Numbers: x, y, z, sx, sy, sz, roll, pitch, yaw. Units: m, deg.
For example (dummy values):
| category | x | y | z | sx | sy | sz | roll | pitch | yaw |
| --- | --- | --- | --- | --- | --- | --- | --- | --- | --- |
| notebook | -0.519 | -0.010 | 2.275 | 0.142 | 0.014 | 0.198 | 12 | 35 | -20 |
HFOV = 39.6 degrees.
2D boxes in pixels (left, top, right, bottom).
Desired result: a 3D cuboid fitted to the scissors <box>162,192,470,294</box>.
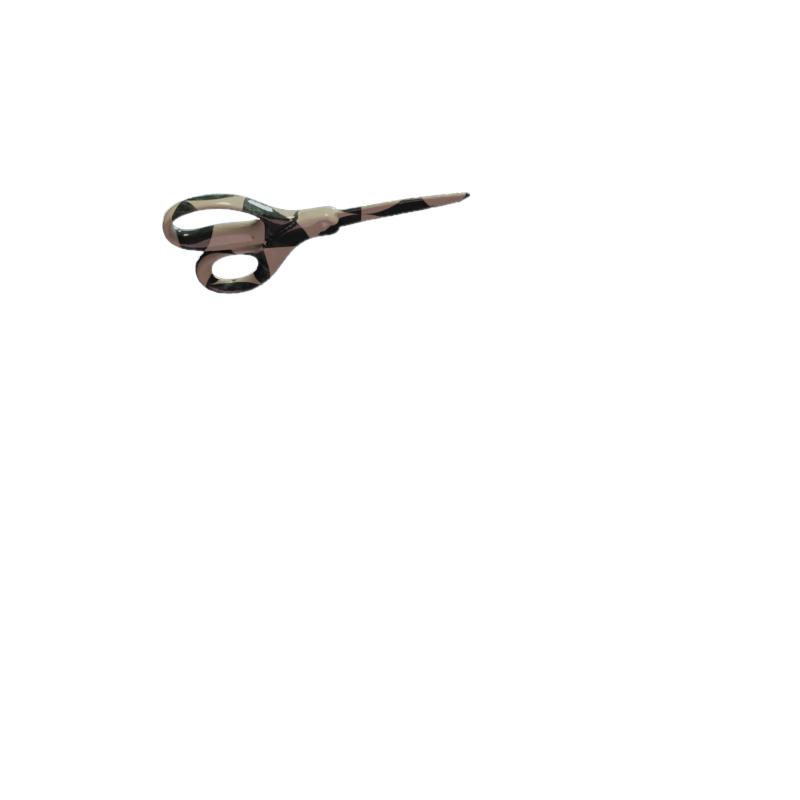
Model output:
| category | x | y | z | sx | sy | sz | roll | pitch | yaw |
| --- | --- | --- | --- | --- | --- | --- | --- | --- | --- |
| scissors | -0.059 | -0.107 | 0.750 | 0.201 | 0.017 | 0.090 | 1 | -40 | -1 |
